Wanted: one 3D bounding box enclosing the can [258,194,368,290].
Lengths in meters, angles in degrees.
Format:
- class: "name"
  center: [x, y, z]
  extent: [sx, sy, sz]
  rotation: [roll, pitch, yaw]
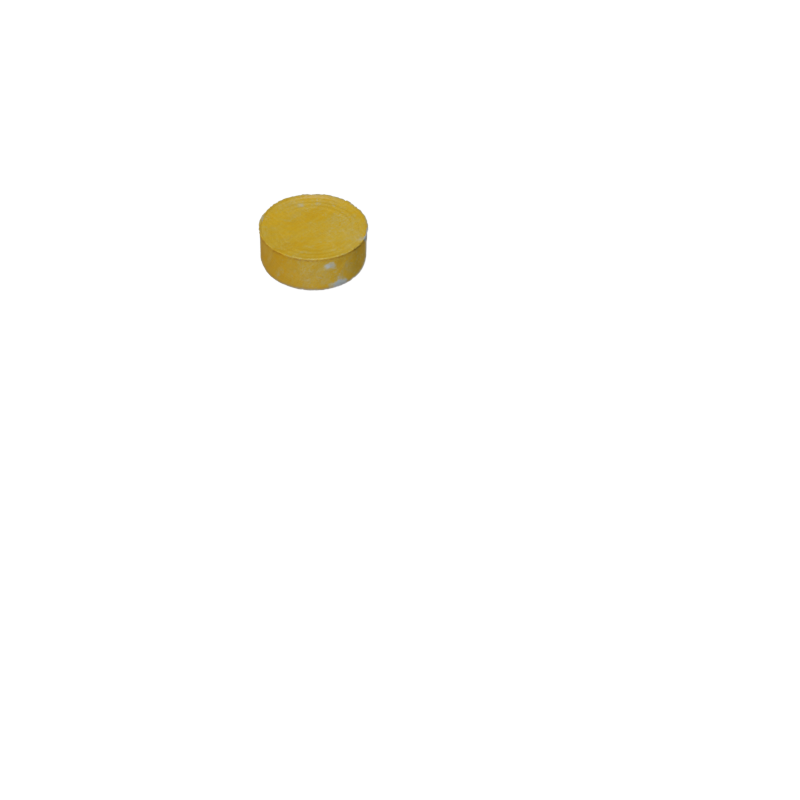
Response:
- class: "can"
  center: [-0.069, -0.125, 0.877]
  extent: [0.086, 0.031, 0.092]
  rotation: [-1, 42, -2]
